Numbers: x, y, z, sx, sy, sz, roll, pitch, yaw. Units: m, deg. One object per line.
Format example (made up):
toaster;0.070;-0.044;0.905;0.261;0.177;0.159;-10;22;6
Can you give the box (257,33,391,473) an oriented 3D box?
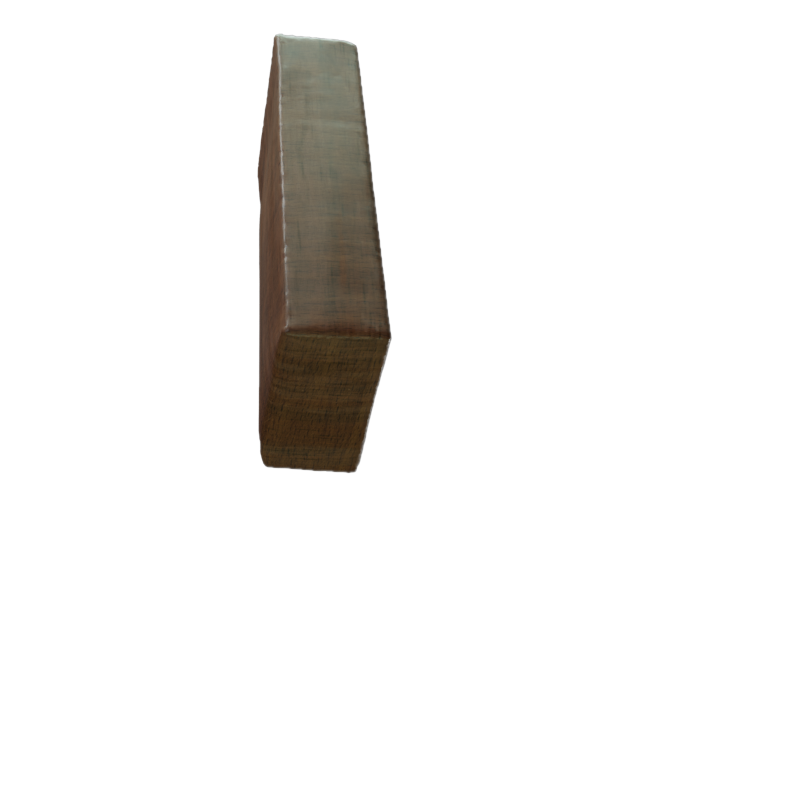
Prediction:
box;-0.037;-0.068;0.478;0.047;0.189;0.088;4;-40;-9
